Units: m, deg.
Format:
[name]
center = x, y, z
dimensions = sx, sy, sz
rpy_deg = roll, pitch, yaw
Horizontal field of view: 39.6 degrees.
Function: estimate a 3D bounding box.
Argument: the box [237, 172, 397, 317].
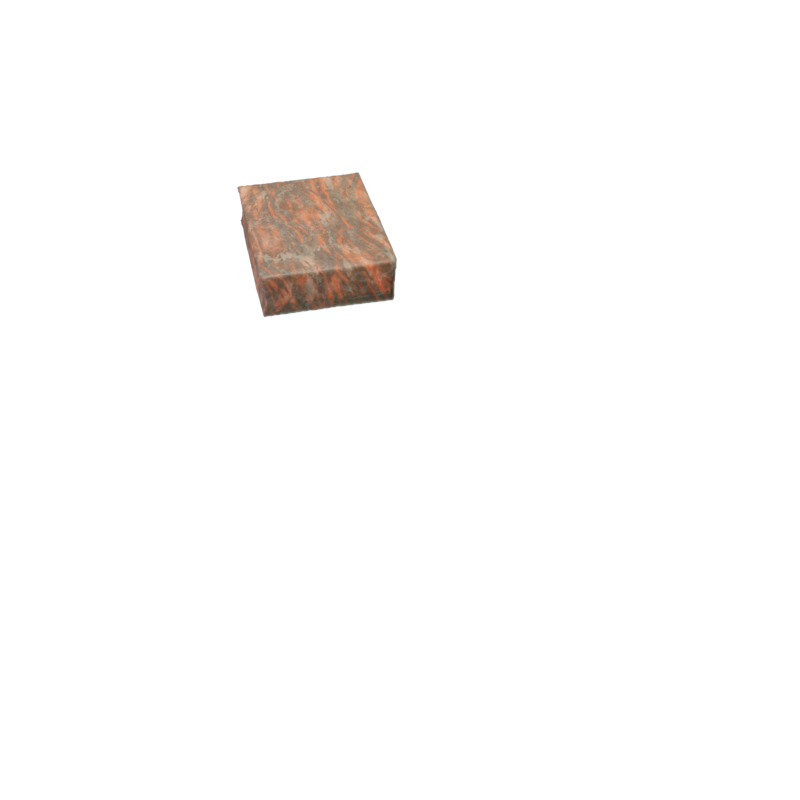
[box]
center = -0.059, -0.108, 0.759
dimensions = 0.089, 0.036, 0.123
rpy_deg = -8, 40, -11
